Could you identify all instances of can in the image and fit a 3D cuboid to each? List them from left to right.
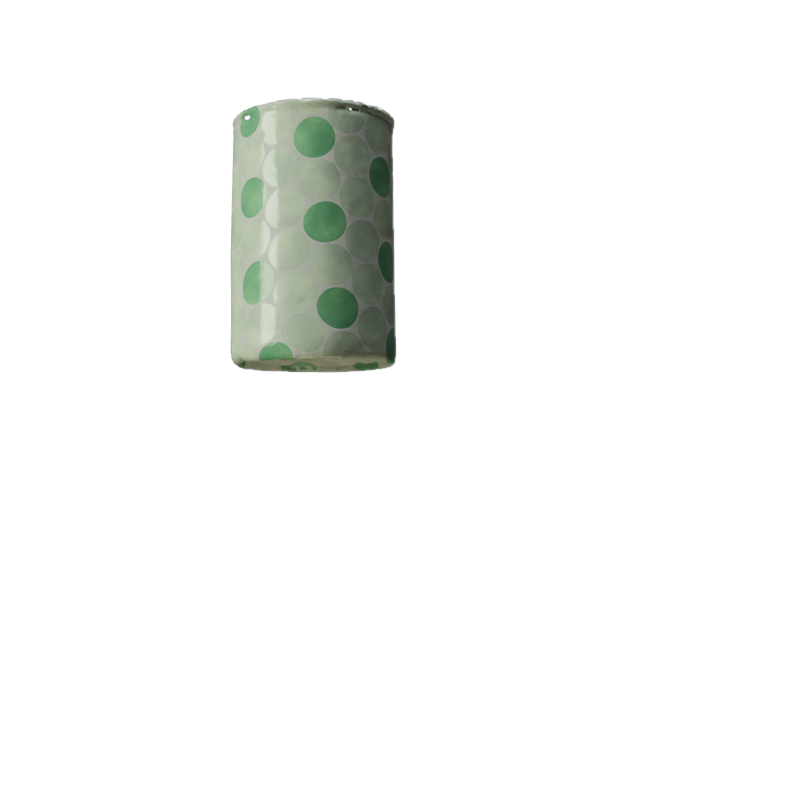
[{"bbox_3d":[-0.036,-0.065,0.455,0.068,0.105,0.067,0,-9,-2],"label":"can"}]
